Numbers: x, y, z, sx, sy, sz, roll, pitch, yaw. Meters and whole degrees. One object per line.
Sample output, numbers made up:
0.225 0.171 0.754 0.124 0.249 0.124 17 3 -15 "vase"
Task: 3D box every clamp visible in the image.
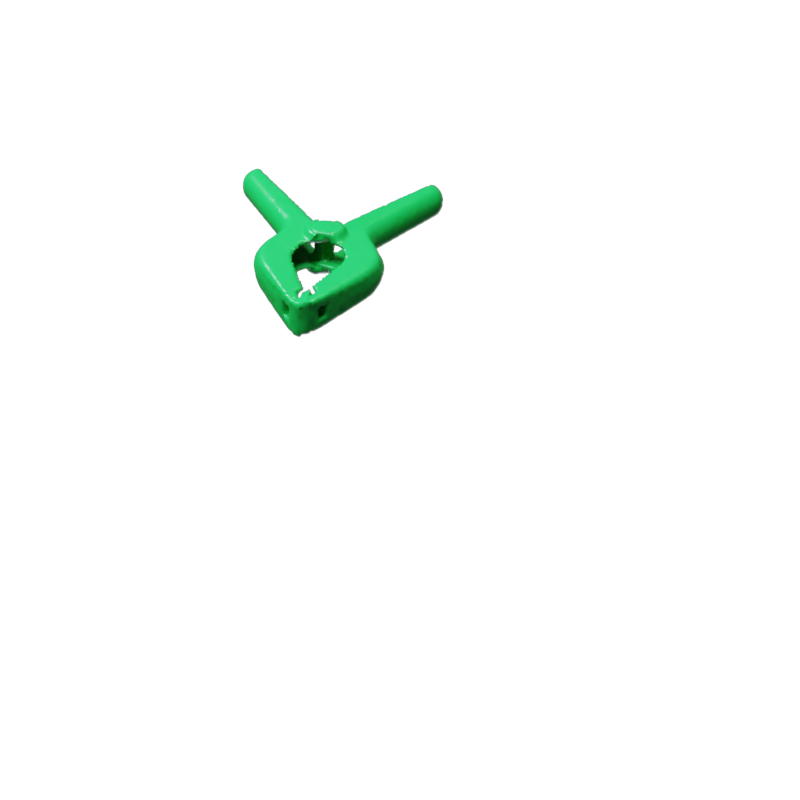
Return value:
-0.066 -0.120 0.842 0.168 0.034 0.219 8 36 11 "clamp"
